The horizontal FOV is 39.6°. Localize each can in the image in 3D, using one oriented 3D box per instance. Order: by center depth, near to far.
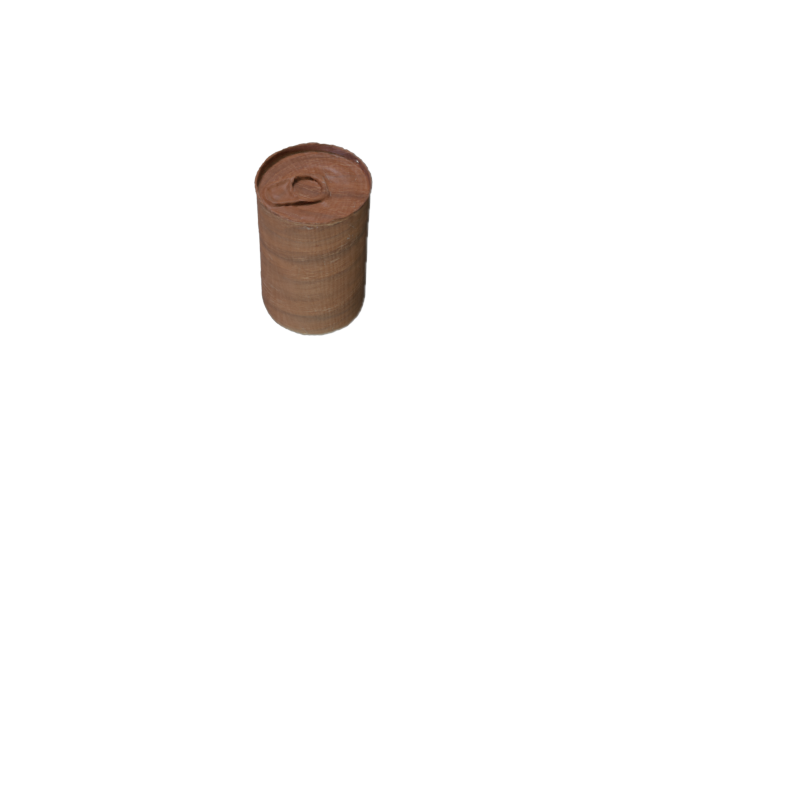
[{"bbox_3d":[-0.053,-0.096,0.672,0.068,0.074,0.095,0,-39,-3],"label":"can"}]
